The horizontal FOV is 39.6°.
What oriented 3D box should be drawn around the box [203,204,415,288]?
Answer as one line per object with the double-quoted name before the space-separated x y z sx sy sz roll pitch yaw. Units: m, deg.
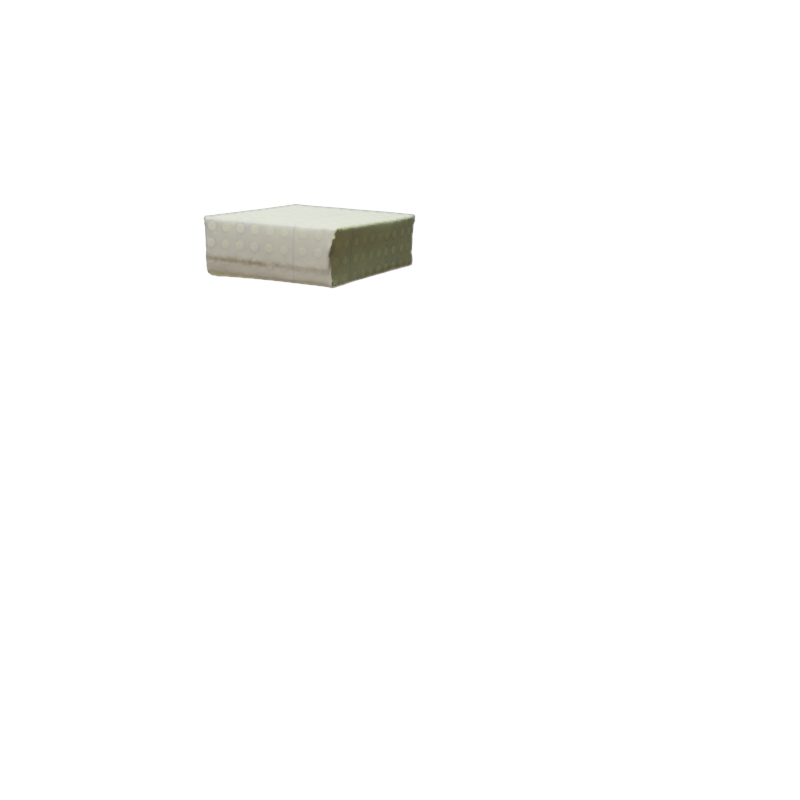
"box" -0.054 -0.098 0.683 0.093 0.038 0.113 7 17 25
